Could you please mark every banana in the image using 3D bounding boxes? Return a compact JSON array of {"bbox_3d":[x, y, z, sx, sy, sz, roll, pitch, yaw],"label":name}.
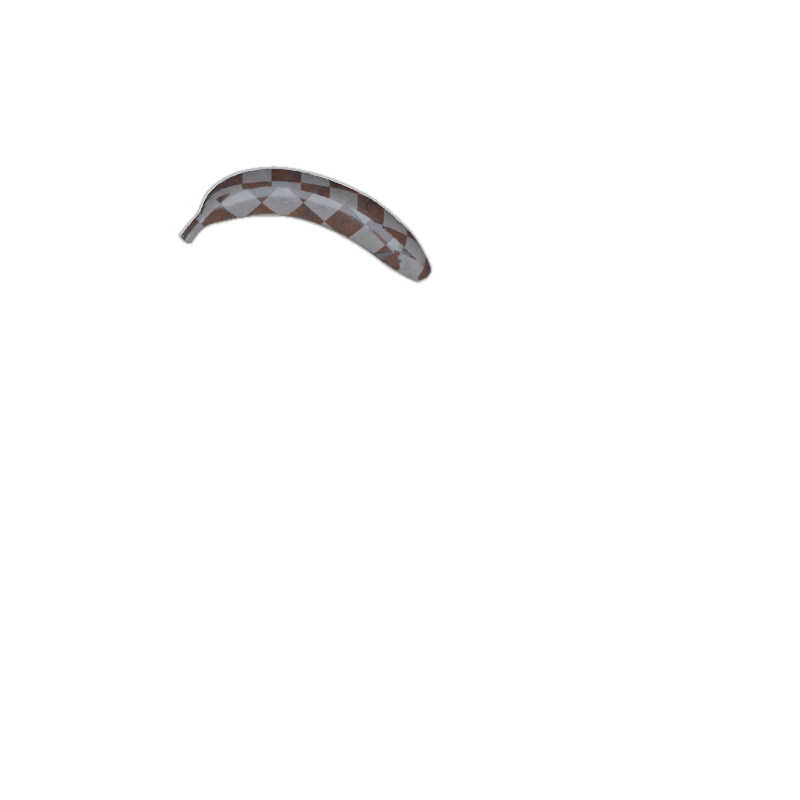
[{"bbox_3d":[-0.068,-0.142,0.864,0.197,0.068,0.038,10,15,-2],"label":"banana"}]
